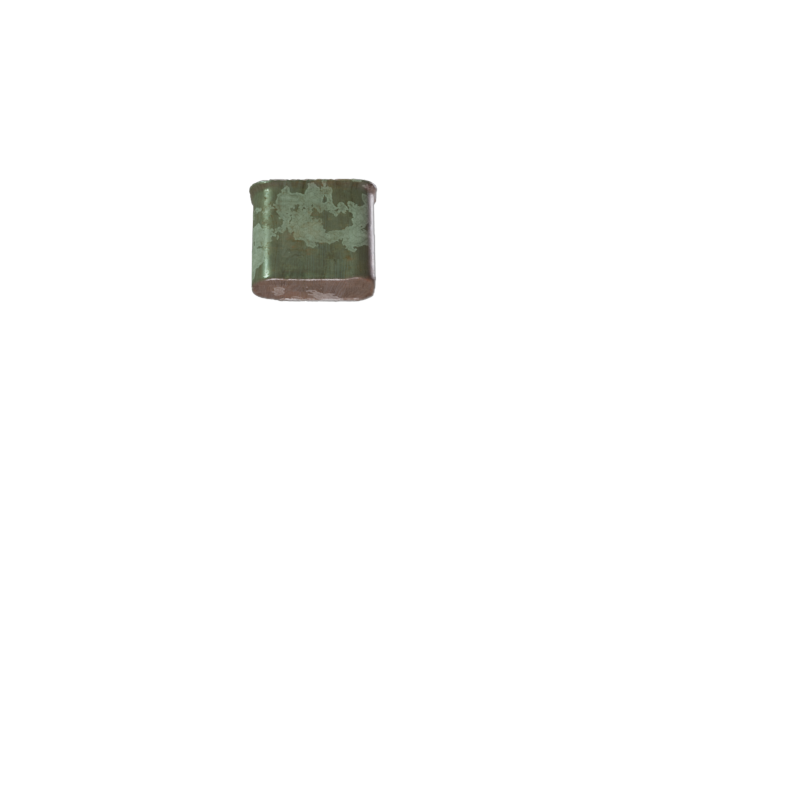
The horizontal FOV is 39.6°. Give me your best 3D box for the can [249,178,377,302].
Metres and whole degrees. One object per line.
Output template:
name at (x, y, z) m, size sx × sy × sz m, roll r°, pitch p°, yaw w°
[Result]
can at (-0.069, -0.125, 0.875) m, size 0.102 × 0.088 × 0.055 m, roll 0°, pitch -19°, yaw -1°
